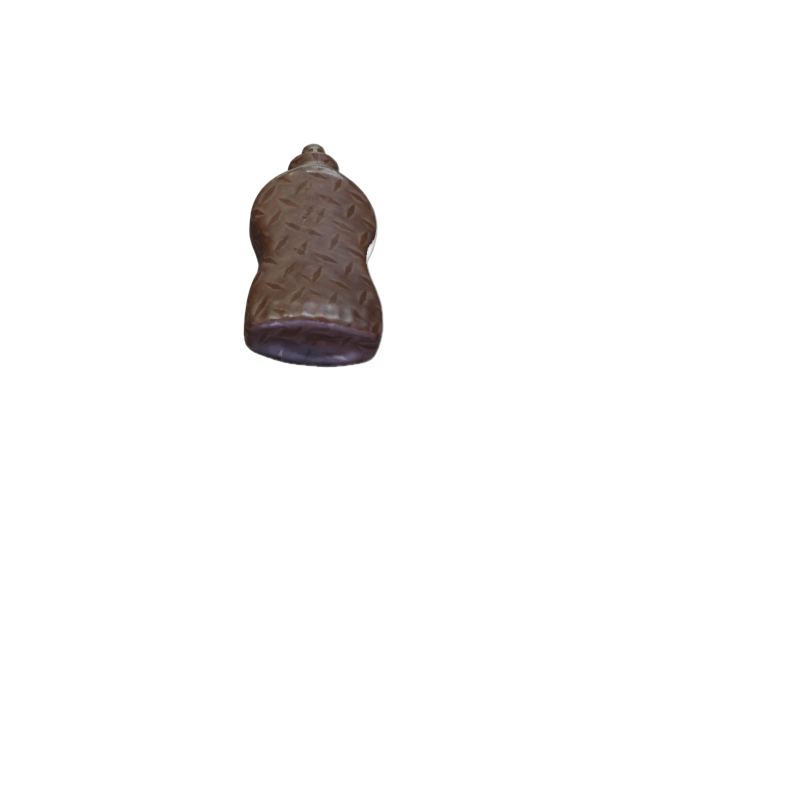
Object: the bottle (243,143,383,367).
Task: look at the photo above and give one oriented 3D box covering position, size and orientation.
[{"bbox_3d":[-0.064,-0.118,0.824,0.095,0.206,0.055,3,-38,-8],"label":"bottle"}]
